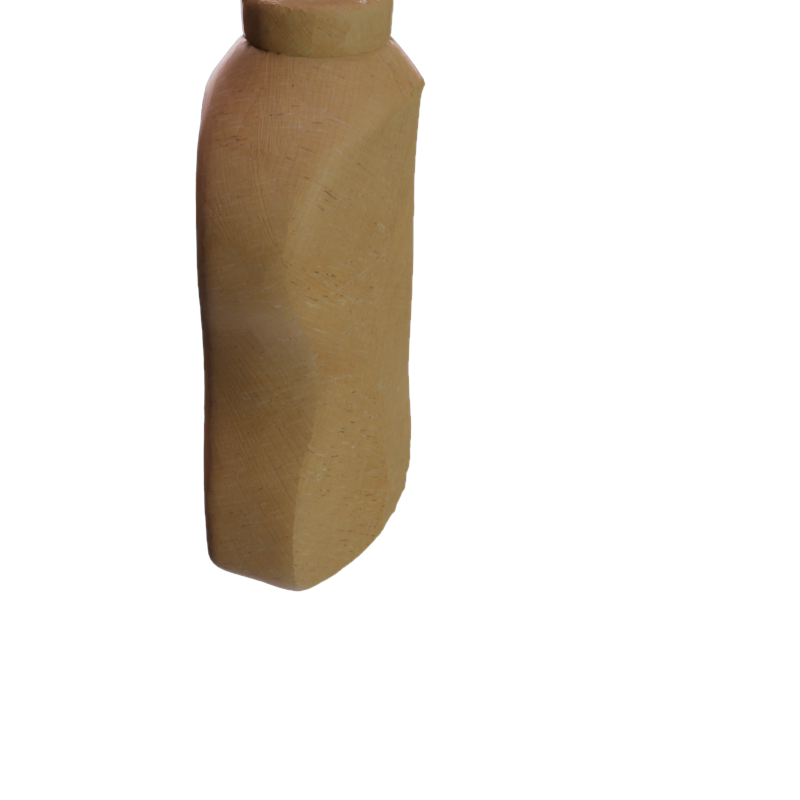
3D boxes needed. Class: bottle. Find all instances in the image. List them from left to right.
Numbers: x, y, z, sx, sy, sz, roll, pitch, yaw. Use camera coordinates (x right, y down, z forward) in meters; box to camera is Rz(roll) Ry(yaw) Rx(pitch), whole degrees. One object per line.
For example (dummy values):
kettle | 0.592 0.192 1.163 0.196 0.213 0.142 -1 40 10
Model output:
bottle | -0.025 -0.047 0.328 0.060 0.181 0.098 12 30 18
